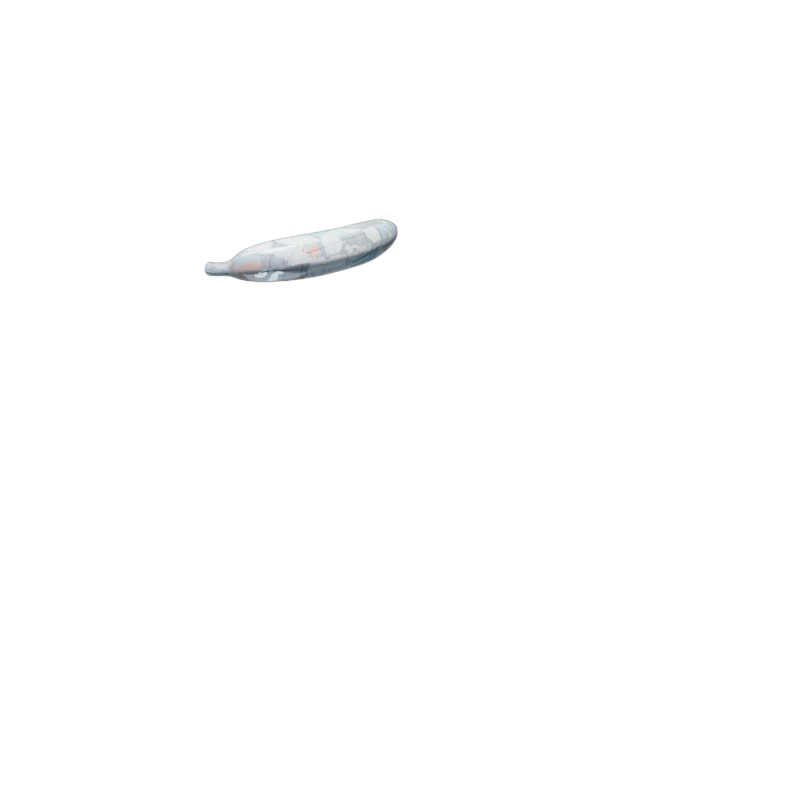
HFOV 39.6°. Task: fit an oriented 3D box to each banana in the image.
[{"bbox_3d":[-0.070,-0.134,0.975,0.194,0.035,0.074,-15,27,-30],"label":"banana"}]
